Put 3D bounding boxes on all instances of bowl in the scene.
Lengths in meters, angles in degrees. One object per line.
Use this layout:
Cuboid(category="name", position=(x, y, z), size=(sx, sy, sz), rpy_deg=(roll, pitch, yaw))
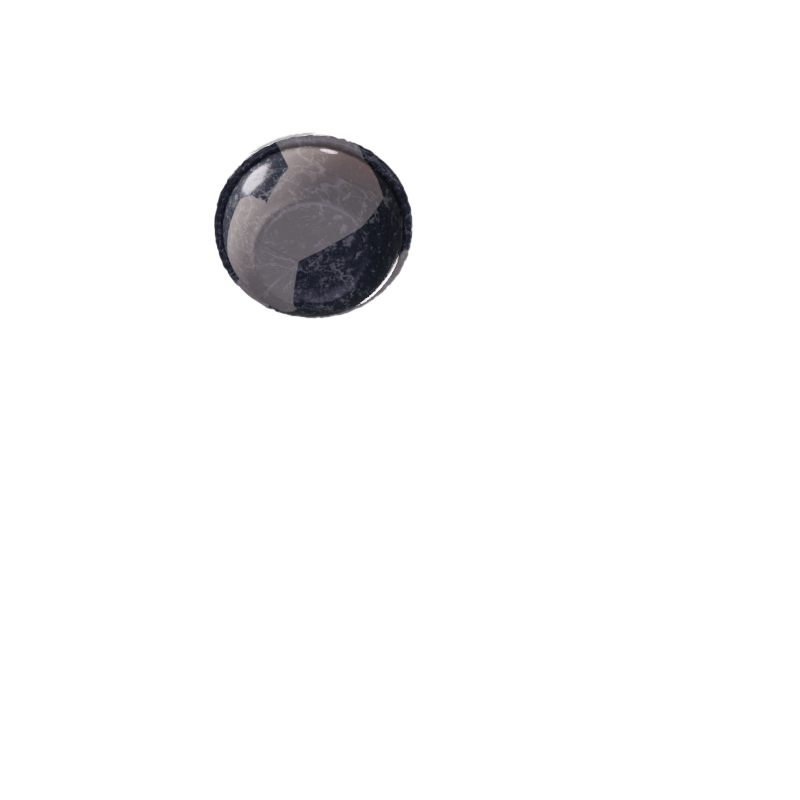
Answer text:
Cuboid(category="bowl", position=(-0.069, -0.125, 0.876), size=(0.162, 0.154, 0.058), rpy_deg=(1, 26, -1))
